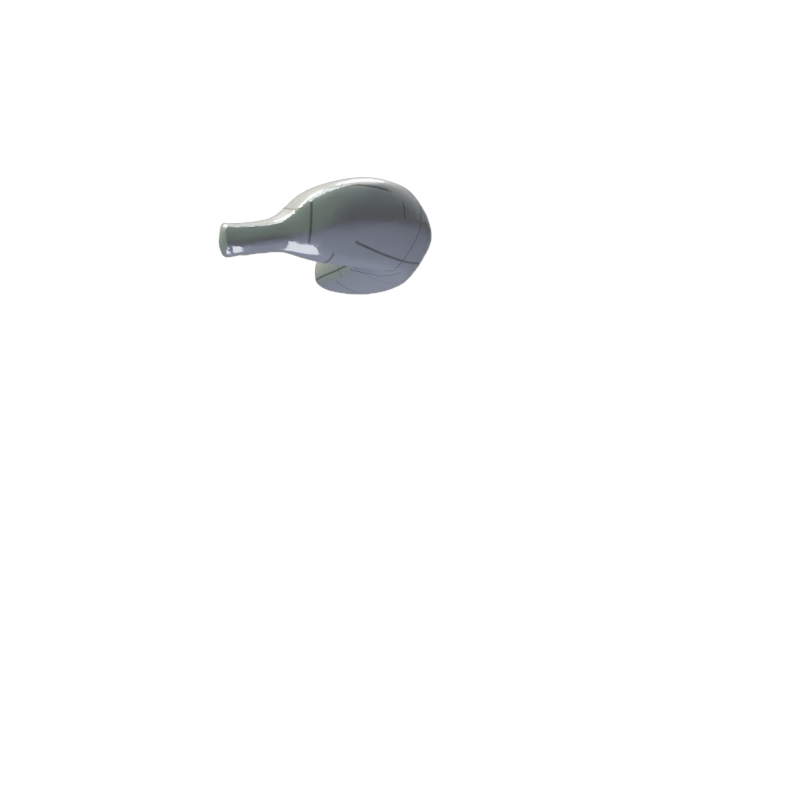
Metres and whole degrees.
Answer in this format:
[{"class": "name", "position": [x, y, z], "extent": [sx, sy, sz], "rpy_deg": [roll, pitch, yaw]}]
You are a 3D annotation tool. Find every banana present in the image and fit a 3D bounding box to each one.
[{"class": "banana", "position": [-0.020, -0.069, 0.480], "extent": [0.070, 0.037, 0.193], "rpy_deg": [0, 0, 8]}]
